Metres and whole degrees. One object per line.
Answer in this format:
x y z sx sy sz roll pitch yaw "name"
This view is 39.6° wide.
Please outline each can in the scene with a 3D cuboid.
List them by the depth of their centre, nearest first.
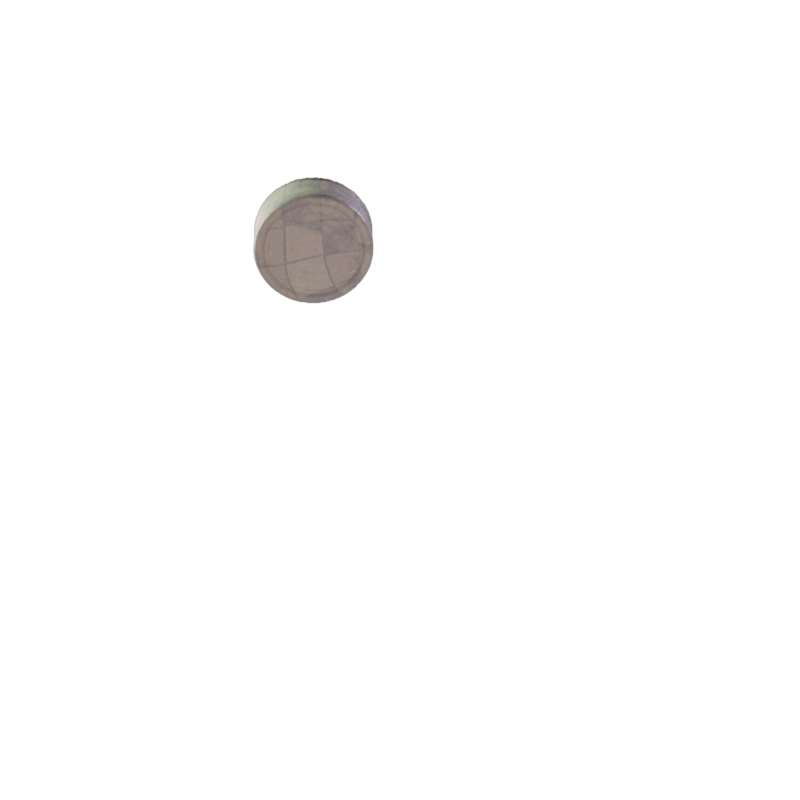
-0.062 -0.112 0.786 0.086 0.081 0.036 1 28 -1 "can"
